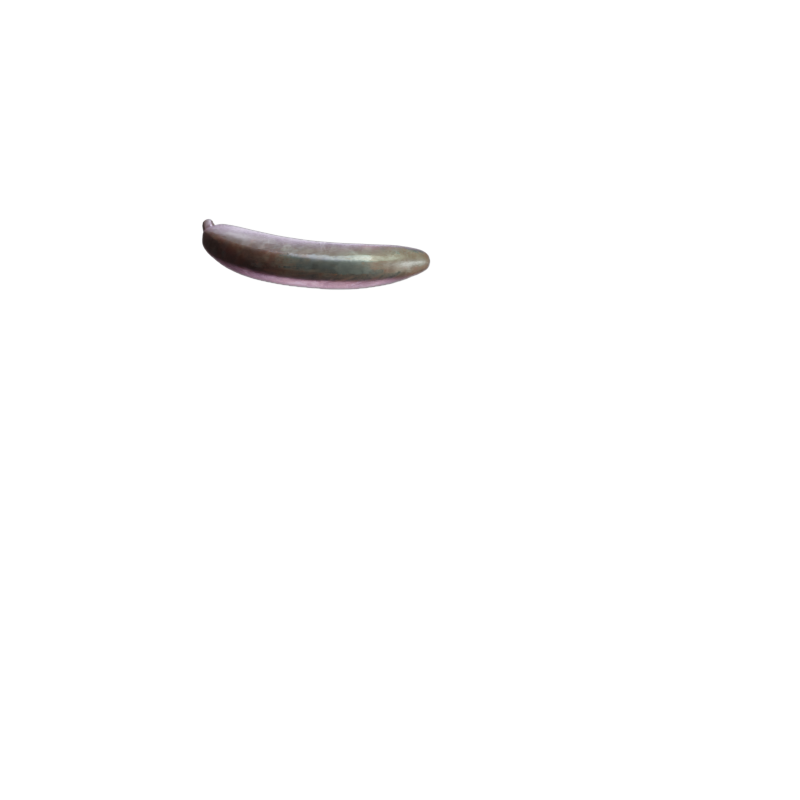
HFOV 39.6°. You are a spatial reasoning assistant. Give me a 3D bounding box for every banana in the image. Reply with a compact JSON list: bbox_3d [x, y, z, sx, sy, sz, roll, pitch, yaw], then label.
[{"bbox_3d":[-0.079,-0.117,0.881,0.203,0.034,0.072,12,40,15],"label":"banana"}]
